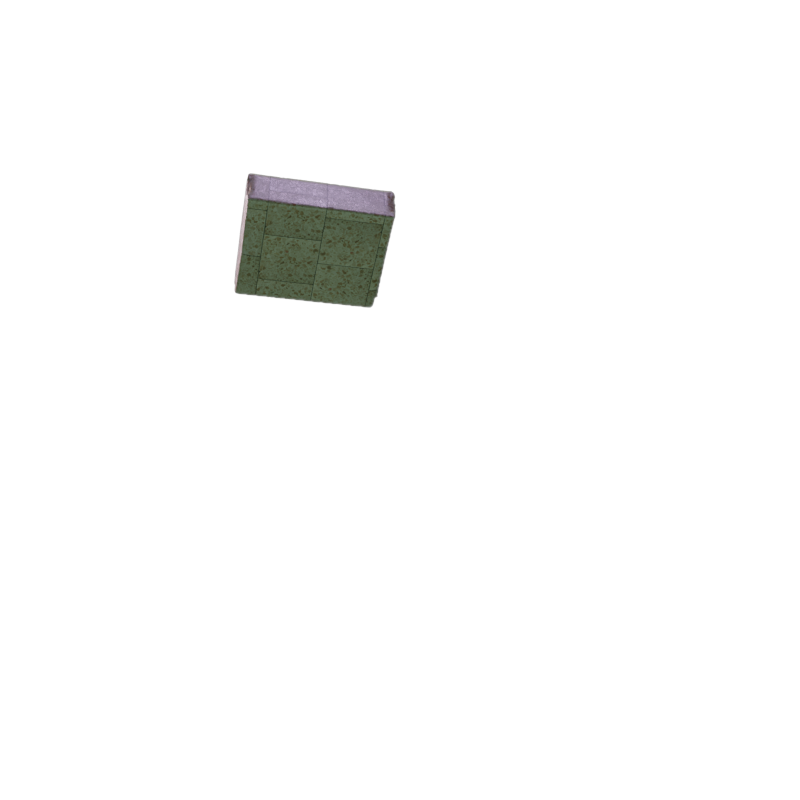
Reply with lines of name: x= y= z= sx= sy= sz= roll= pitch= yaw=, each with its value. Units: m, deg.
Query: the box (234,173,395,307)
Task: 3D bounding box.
box: x=-0.052 y=-0.095 z=0.669 sx=0.088 sy=0.069 sz=0.032 roll=6 pitch=42 yaw=-6
